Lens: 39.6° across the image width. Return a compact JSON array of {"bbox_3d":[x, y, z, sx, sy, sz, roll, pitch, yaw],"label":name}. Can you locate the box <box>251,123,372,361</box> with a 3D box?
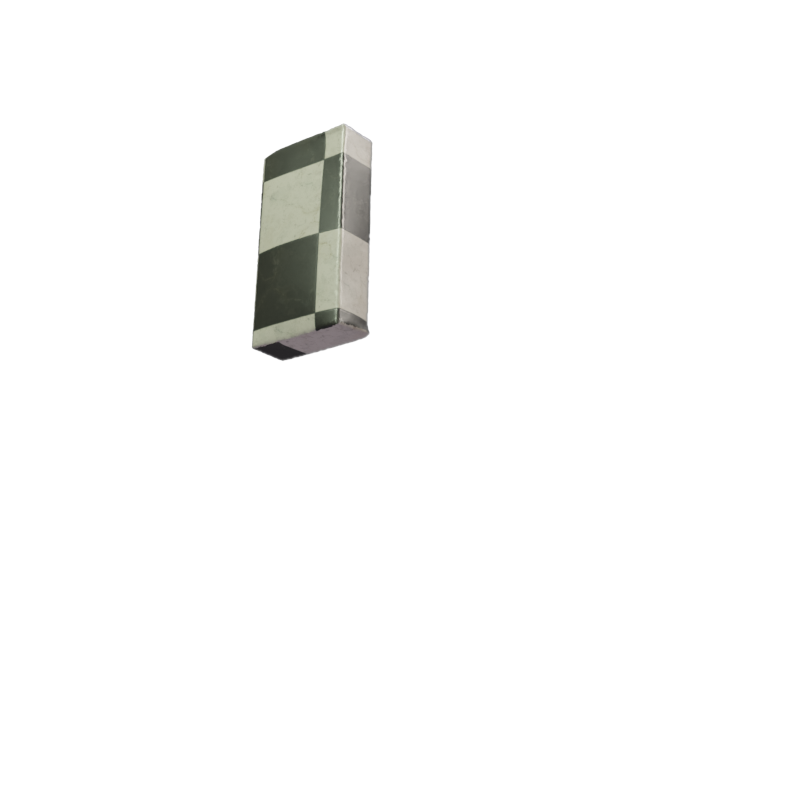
[{"bbox_3d":[-0.071,-0.128,0.898,0.095,0.186,0.045,-17,-27,34],"label":"box"}]
